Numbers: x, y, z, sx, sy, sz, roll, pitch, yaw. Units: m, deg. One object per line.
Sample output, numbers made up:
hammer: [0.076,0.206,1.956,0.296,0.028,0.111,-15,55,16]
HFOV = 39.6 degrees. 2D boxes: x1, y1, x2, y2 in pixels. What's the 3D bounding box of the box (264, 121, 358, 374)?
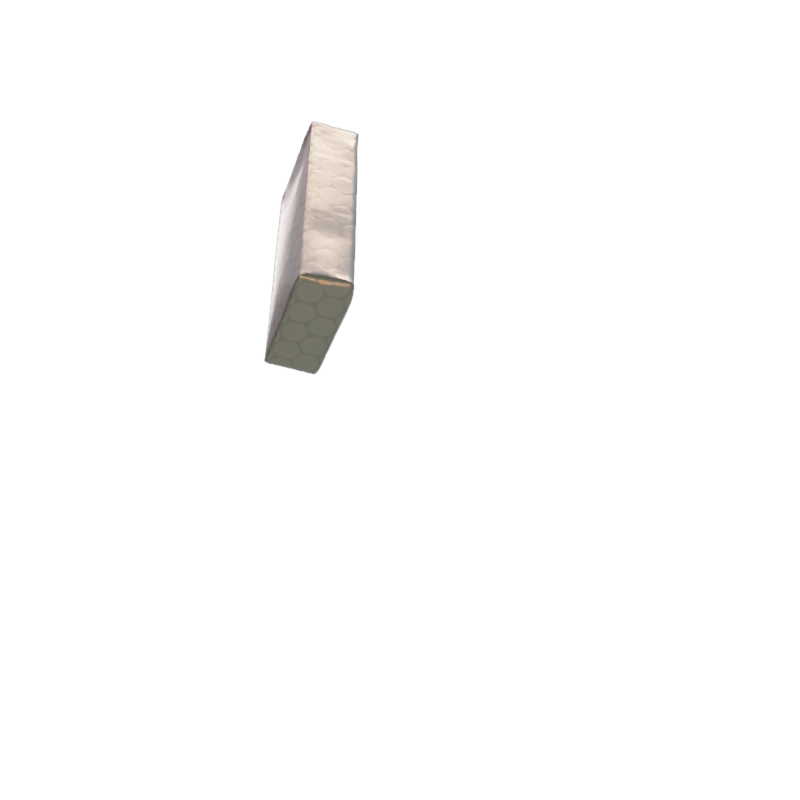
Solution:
box: [-0.065,-0.117,0.820,0.047,0.189,0.089,13,-47,-16]
